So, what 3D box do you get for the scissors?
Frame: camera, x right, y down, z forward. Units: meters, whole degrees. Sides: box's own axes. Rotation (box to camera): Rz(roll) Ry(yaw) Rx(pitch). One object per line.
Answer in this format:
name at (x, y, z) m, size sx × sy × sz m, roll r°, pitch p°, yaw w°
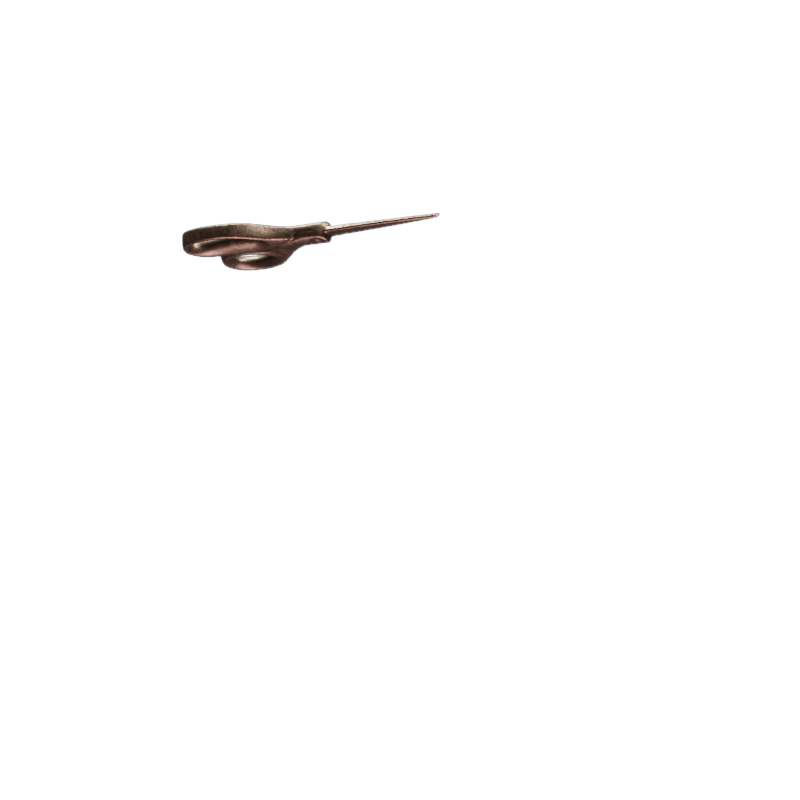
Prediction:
scissors at (-0.067, -0.123, 0.862) m, size 0.204 × 0.016 × 0.092 m, roll -2°, pitch -10°, yaw 9°
